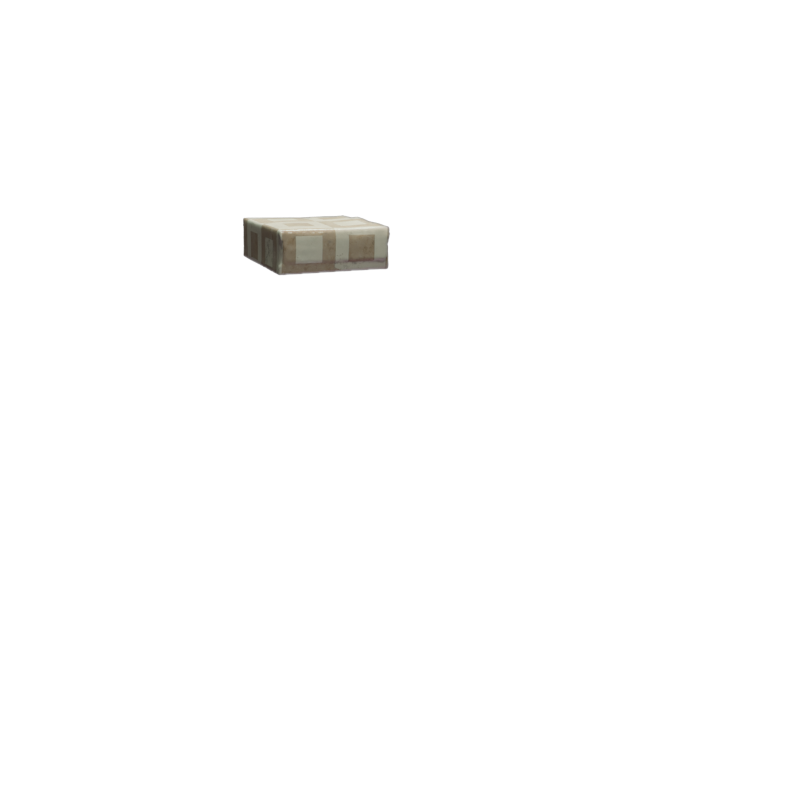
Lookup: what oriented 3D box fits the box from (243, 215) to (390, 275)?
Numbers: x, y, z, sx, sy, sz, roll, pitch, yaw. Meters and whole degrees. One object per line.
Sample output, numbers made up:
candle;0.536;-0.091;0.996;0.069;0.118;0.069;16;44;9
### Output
box;-0.056;-0.103;0.718;0.071;0.029;0.093;-5;14;-20
